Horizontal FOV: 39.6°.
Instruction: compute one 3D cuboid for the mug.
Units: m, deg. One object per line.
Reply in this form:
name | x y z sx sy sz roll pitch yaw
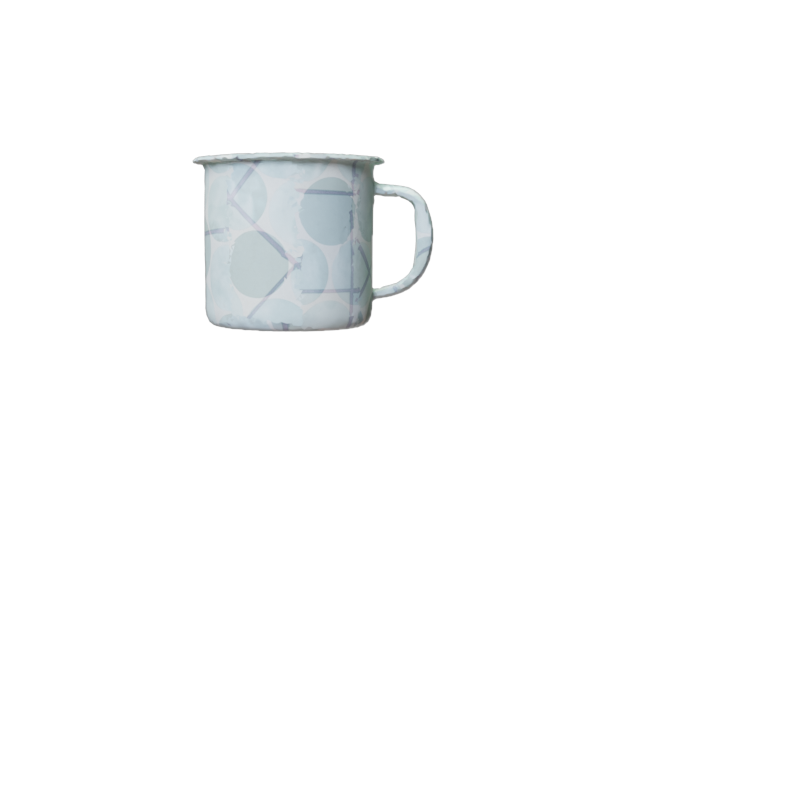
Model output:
mug | -0.042 -0.077 0.542 0.116 0.081 0.095 0 6 -5
